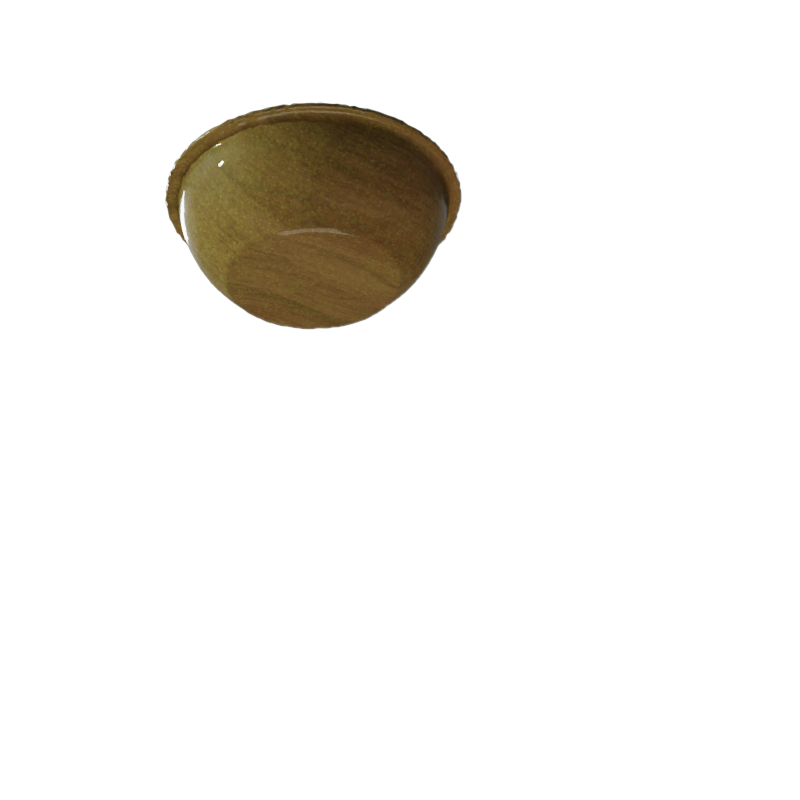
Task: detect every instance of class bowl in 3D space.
[{"bbox_3d":[-0.046,-0.085,0.593,0.162,0.059,0.152,1,-32,-2],"label":"bowl"}]
